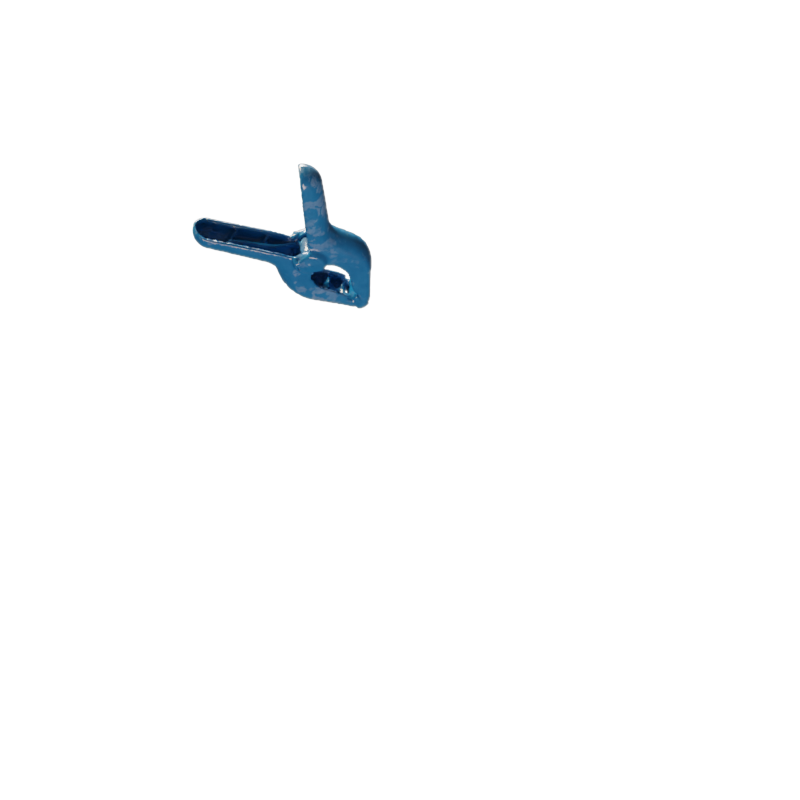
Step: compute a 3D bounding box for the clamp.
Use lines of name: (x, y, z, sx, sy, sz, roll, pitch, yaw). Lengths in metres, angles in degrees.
clamp: (-0.072, -0.130, 0.914, 0.120, 0.042, 0.160, -24, -36, 37)
